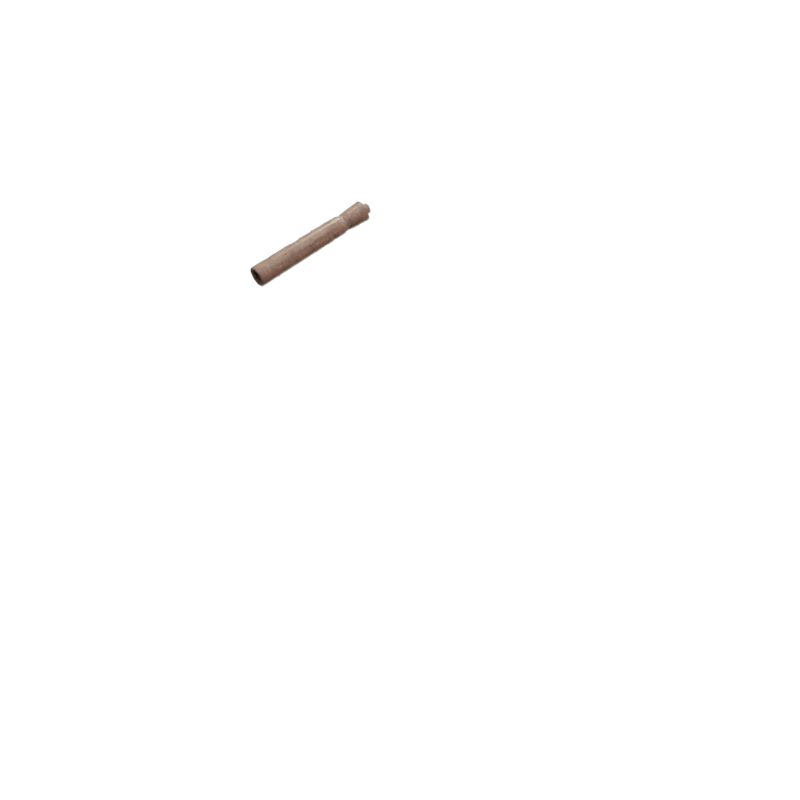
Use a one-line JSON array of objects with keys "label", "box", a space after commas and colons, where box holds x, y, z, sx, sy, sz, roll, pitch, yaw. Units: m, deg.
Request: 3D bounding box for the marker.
[{"label": "marker", "box": [-0.075, -0.136, 0.953, 0.121, 0.019, 0.020, -35, 18, -21]}]
